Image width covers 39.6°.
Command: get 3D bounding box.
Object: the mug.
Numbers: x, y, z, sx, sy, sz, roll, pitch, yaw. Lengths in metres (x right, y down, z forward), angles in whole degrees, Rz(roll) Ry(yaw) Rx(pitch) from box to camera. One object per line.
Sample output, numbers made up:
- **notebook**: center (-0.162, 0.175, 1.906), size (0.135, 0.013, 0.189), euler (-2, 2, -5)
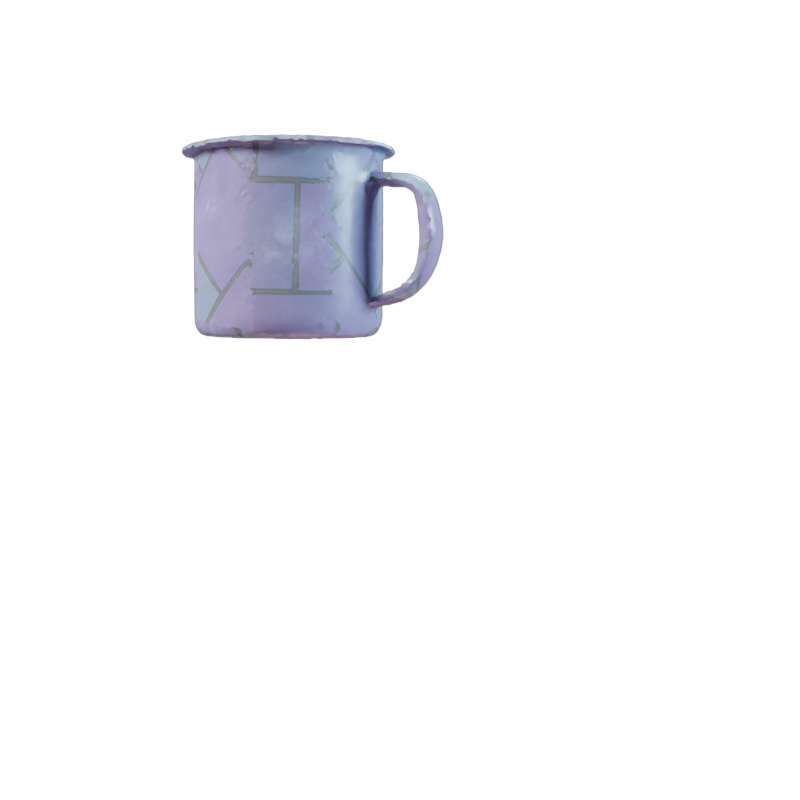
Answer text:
- **mug**: center (-0.037, -0.068, 0.477), size (0.120, 0.082, 0.090), euler (1, 2, 23)
